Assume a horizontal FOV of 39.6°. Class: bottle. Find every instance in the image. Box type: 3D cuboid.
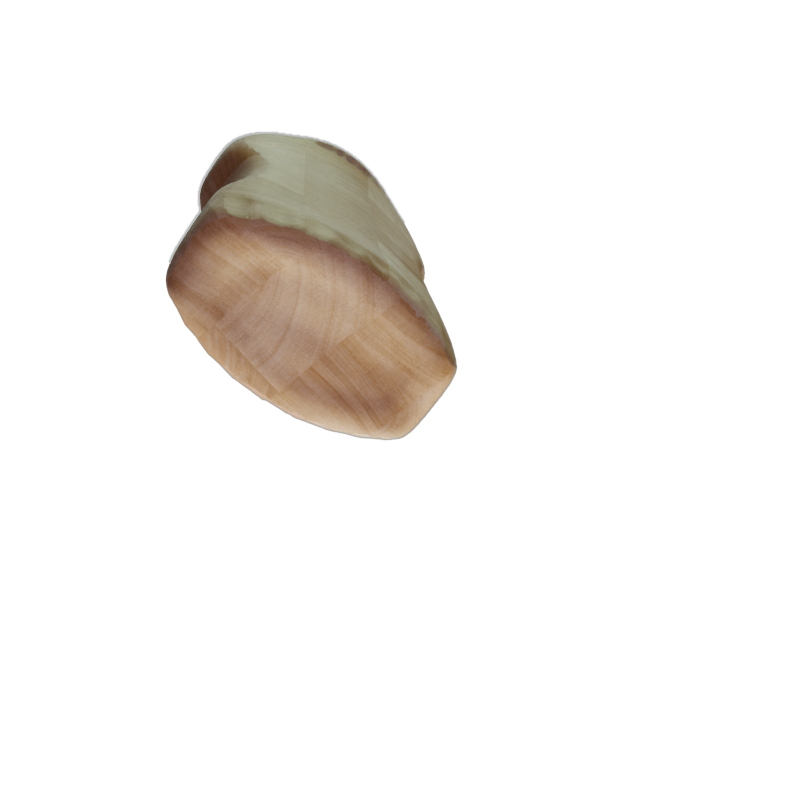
[{"bbox_3d":[-0.034,-0.061,0.431,0.093,0.057,0.201,30,19,-15],"label":"bottle"}]
